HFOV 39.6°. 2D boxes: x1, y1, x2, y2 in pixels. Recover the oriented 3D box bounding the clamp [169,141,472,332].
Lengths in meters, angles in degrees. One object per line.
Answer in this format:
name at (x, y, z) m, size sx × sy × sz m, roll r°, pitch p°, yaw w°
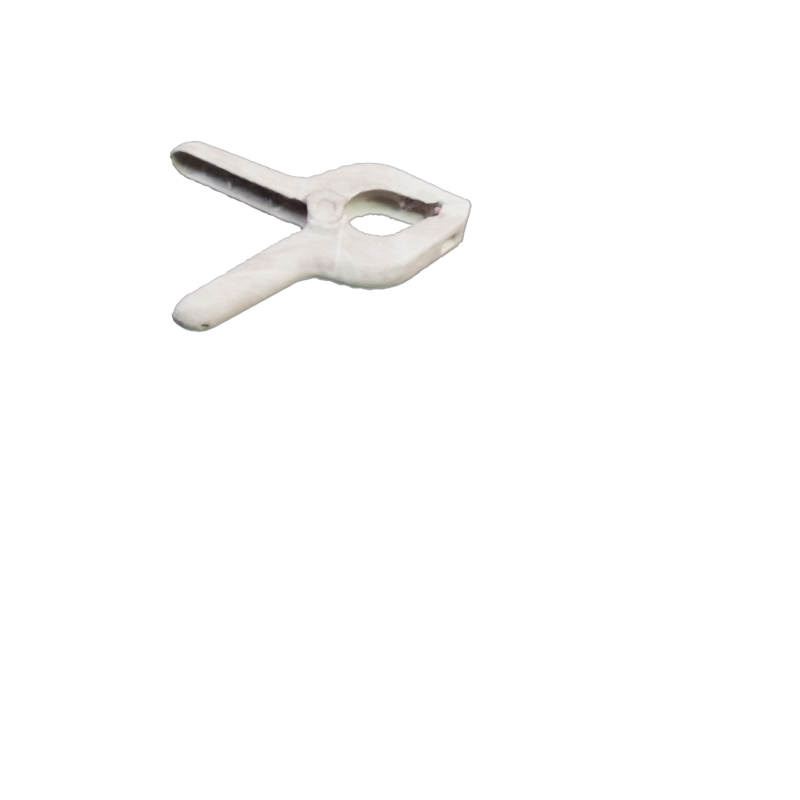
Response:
clamp at (-0.047, -0.087, 0.606) m, size 0.172 × 0.127 × 0.037 m, roll 3°, pitch -27°, yaw 1°
